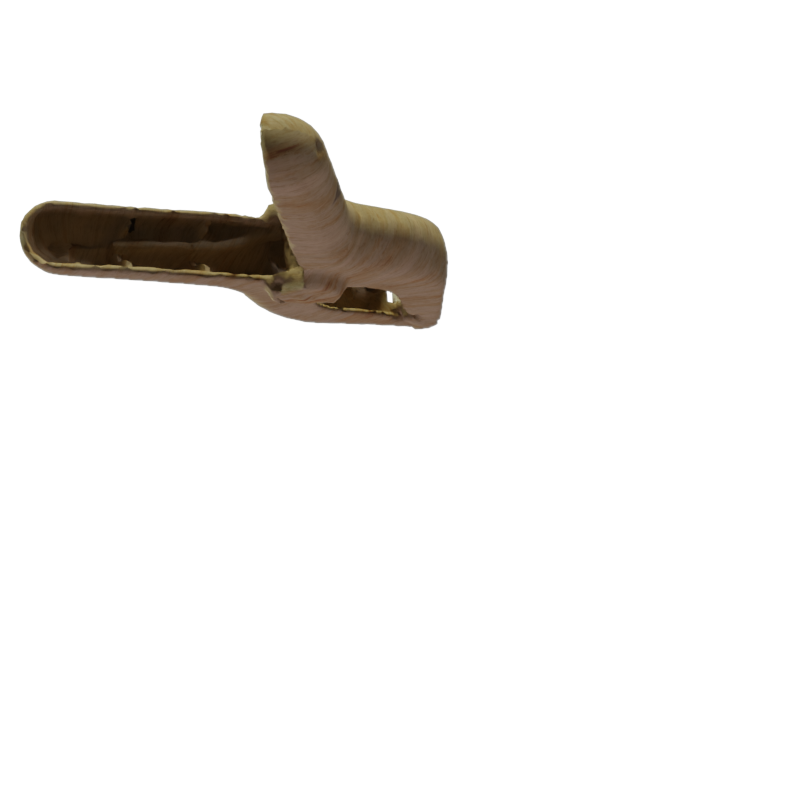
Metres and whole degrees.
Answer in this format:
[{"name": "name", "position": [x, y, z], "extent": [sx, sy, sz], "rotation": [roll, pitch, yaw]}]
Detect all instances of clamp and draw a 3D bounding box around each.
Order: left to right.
[{"name": "clamp", "position": [-0.030, -0.056, 0.389], "extent": [0.163, 0.040, 0.123], "rotation": [6, -9, -45]}]
